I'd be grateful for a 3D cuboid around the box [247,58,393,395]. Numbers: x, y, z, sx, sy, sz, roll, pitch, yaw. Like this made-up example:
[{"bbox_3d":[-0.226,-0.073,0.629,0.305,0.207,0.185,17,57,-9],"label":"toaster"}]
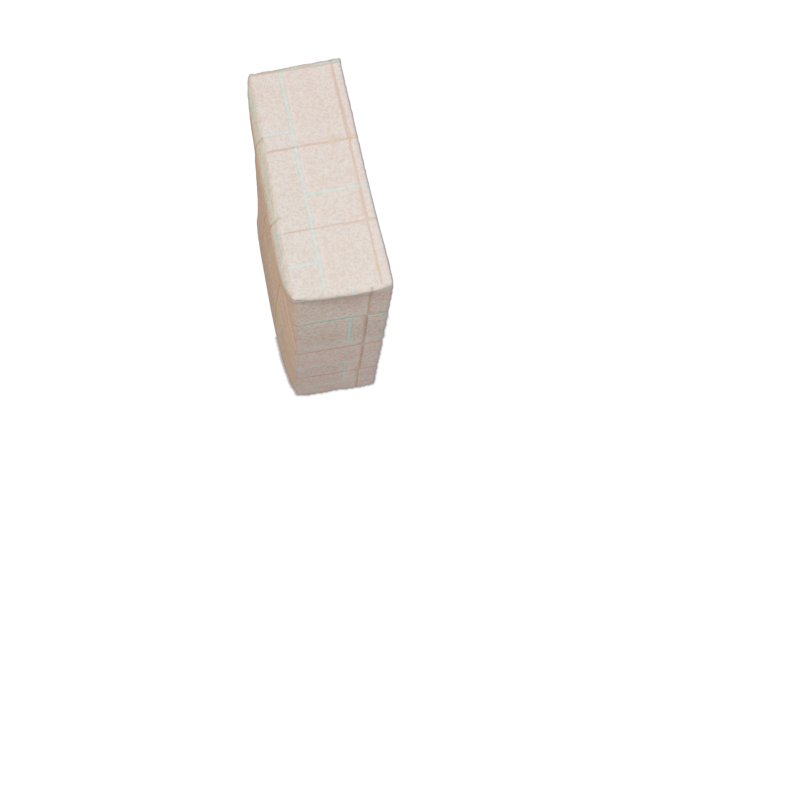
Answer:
[{"bbox_3d":[-0.061,-0.112,0.783,0.071,0.173,0.204,-10,-18,-7],"label":"box"}]
